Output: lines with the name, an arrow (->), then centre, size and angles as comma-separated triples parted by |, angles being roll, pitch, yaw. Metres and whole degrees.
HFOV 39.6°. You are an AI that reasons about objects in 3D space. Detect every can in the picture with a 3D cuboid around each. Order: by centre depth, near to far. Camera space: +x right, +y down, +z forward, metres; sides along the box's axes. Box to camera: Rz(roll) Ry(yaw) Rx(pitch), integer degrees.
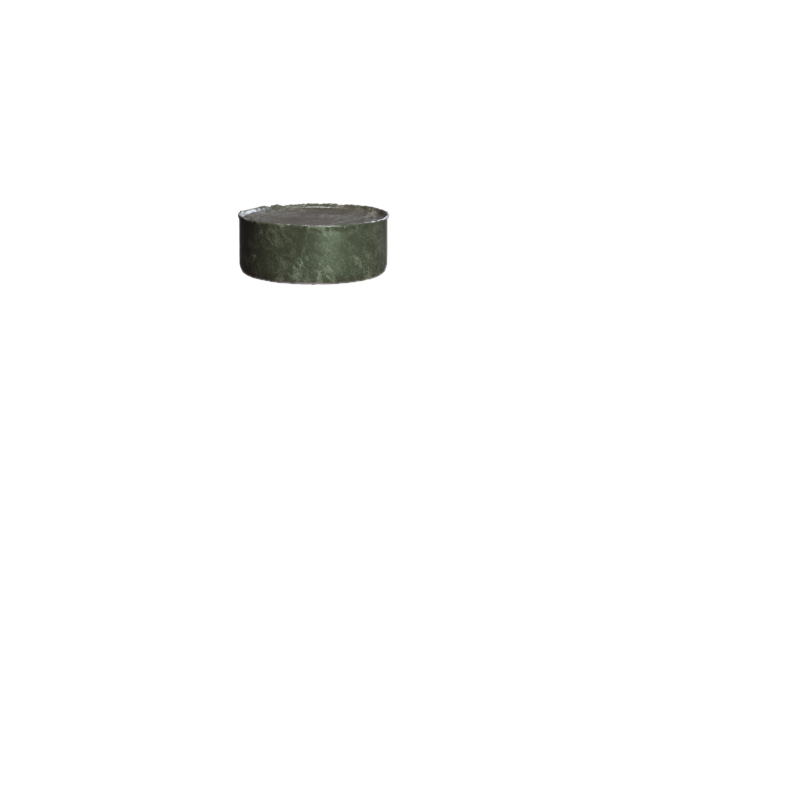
can -> -0.049, -0.090, 0.632 | 0.086, 0.033, 0.089 | -1, 17, -2
